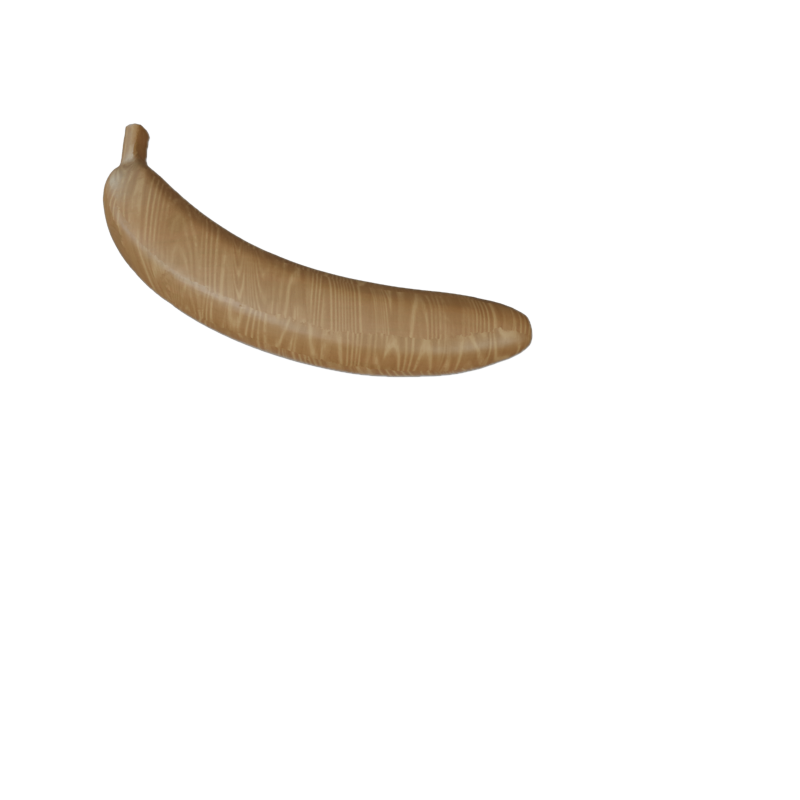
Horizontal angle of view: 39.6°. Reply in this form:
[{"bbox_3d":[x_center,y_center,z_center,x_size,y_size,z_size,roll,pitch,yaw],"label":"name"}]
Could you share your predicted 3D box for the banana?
[{"bbox_3d":[-0.048,-0.051,0.444,0.204,0.071,0.035,29,-22,13],"label":"banana"}]
